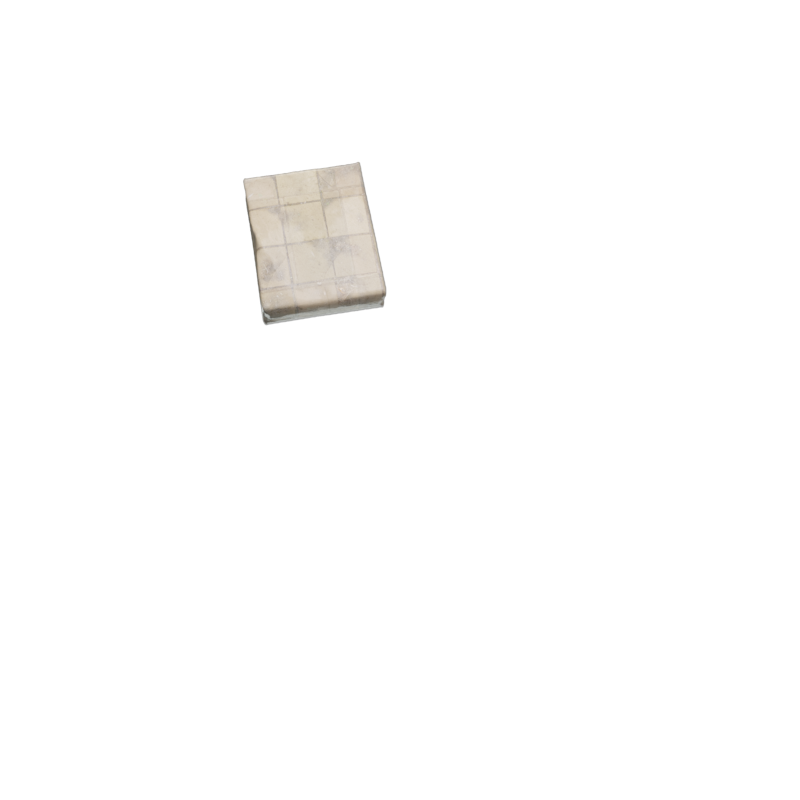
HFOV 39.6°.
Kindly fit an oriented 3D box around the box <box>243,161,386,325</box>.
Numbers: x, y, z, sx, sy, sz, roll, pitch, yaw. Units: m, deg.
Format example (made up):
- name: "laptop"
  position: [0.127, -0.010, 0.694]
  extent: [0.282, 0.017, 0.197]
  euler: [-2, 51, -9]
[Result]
- name: "box"
  position: [-0.052, -0.095, 0.663]
  extent: [0.073, 0.094, 0.029]
  euler: [-9, -22, -4]
